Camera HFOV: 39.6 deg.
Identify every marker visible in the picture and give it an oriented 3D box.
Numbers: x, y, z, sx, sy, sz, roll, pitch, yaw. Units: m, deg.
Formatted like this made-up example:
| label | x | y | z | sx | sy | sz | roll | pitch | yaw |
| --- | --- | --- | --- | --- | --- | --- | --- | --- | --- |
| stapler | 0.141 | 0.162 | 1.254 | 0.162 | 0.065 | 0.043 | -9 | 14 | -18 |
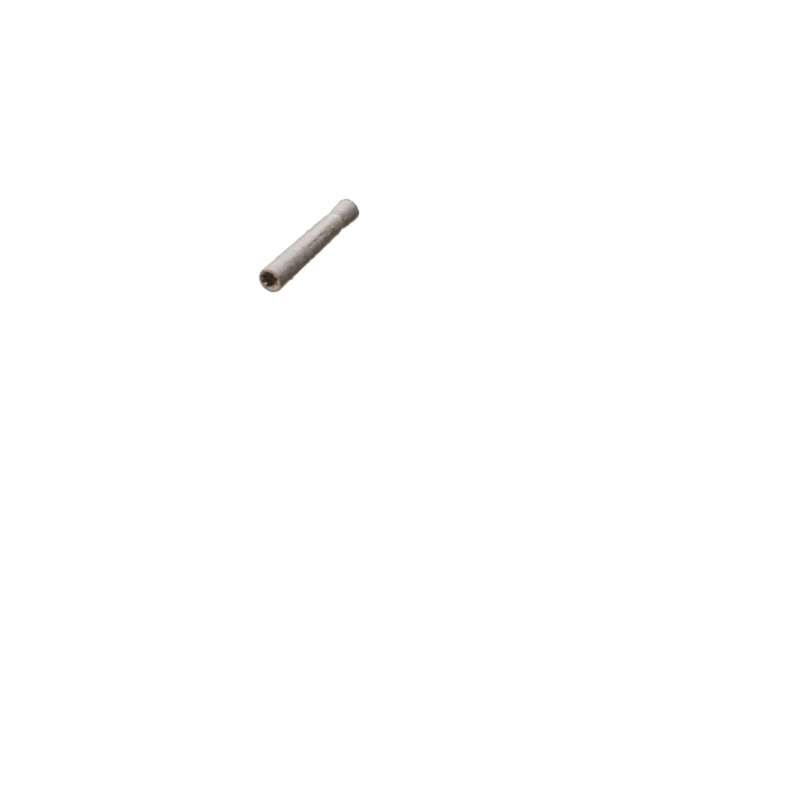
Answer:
| label | x | y | z | sx | sy | sz | roll | pitch | yaw |
| --- | --- | --- | --- | --- | --- | --- | --- | --- | --- |
| marker | -0.063 | -0.116 | 0.809 | 0.020 | 0.019 | 0.124 | 2 | 33 | 30 |
